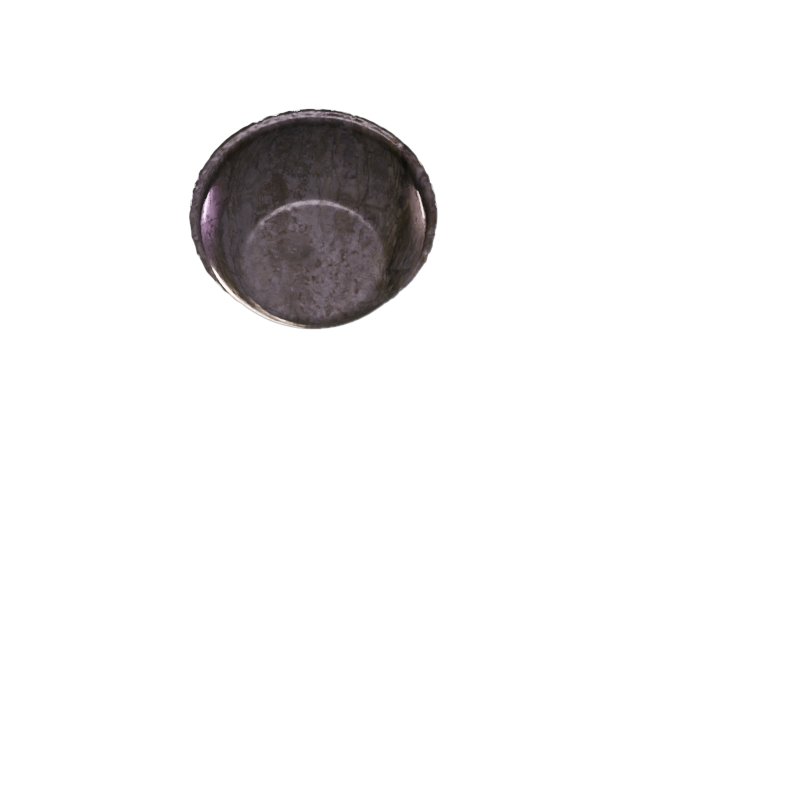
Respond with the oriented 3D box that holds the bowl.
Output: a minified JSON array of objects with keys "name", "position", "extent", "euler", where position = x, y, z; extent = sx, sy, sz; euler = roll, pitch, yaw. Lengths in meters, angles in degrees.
[{"name":"bowl","position":[-0.055,-0.100,0.701],"extent":[0.162,0.152,0.059],"euler":[1,34,-1]}]
